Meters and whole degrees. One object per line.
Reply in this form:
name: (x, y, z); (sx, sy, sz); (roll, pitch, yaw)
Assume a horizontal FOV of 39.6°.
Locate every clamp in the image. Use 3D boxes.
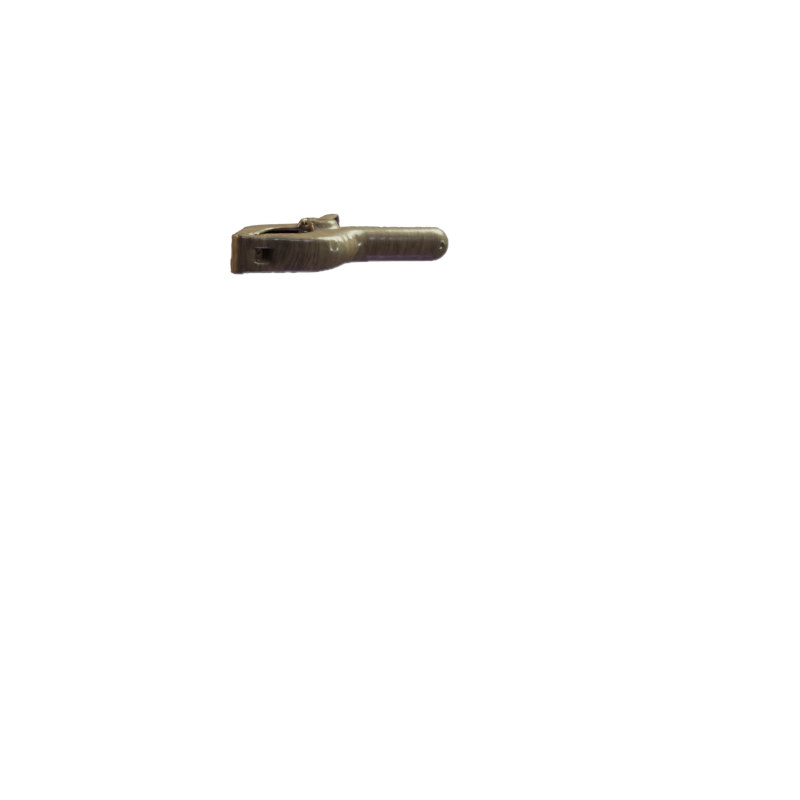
clamp: (-0.063, -0.115, 0.804); (0.166, 0.039, 0.126); (-8, 12, -40)
